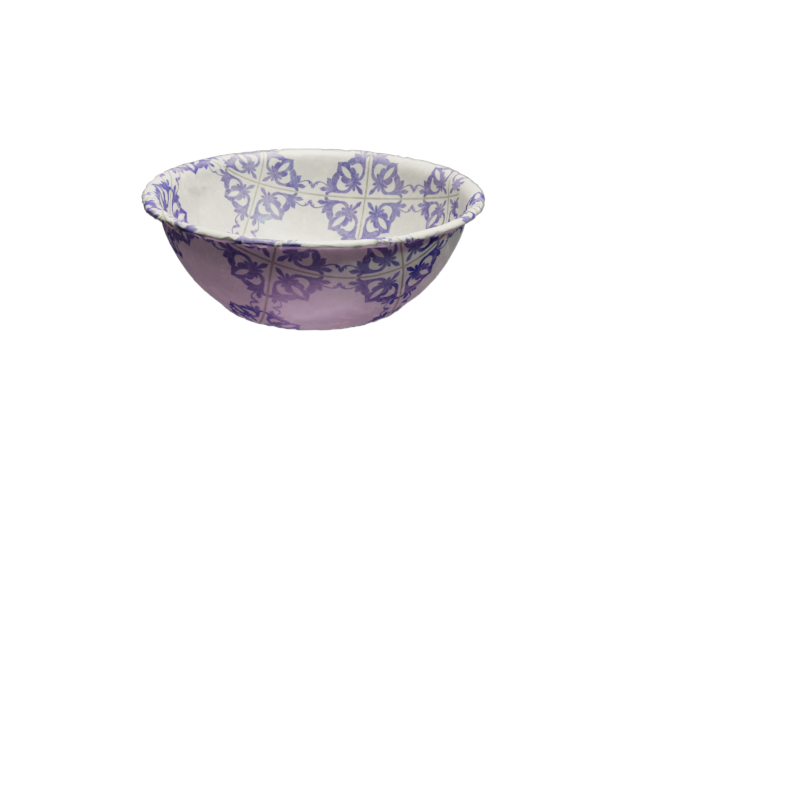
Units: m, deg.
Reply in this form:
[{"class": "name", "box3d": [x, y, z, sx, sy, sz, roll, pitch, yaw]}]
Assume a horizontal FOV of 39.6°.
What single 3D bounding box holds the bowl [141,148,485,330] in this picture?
[{"class": "bowl", "box3d": [-0.042, -0.076, 0.532, 0.162, 0.052, 0.170, -1, 25, -2]}]
